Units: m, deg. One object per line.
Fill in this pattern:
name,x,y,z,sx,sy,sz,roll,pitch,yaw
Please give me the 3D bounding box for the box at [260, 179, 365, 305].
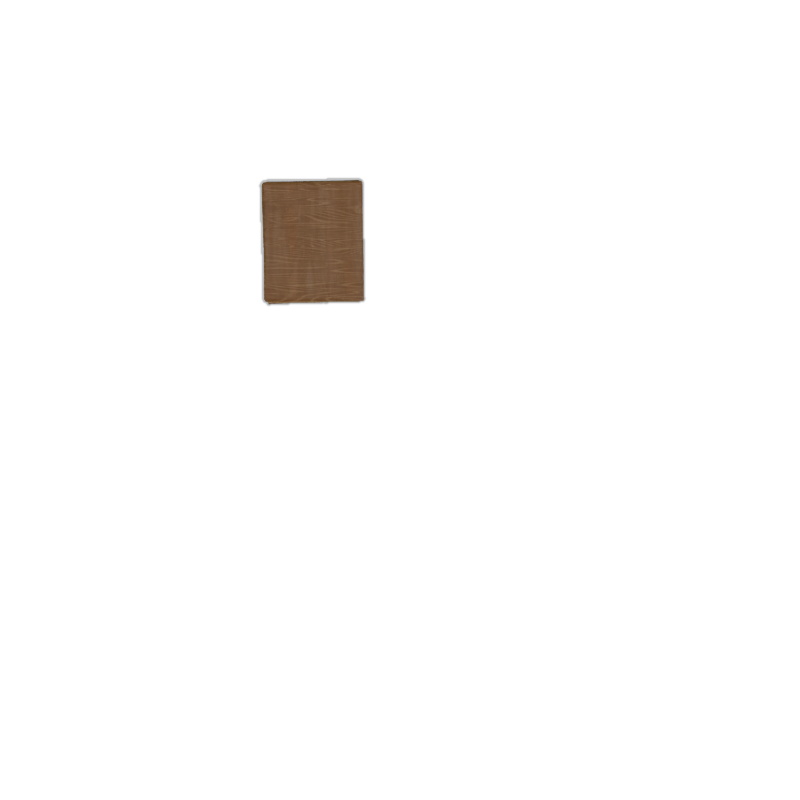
box,-0.063,-0.114,0.801,0.073,0.089,0.030,-1,3,-1
